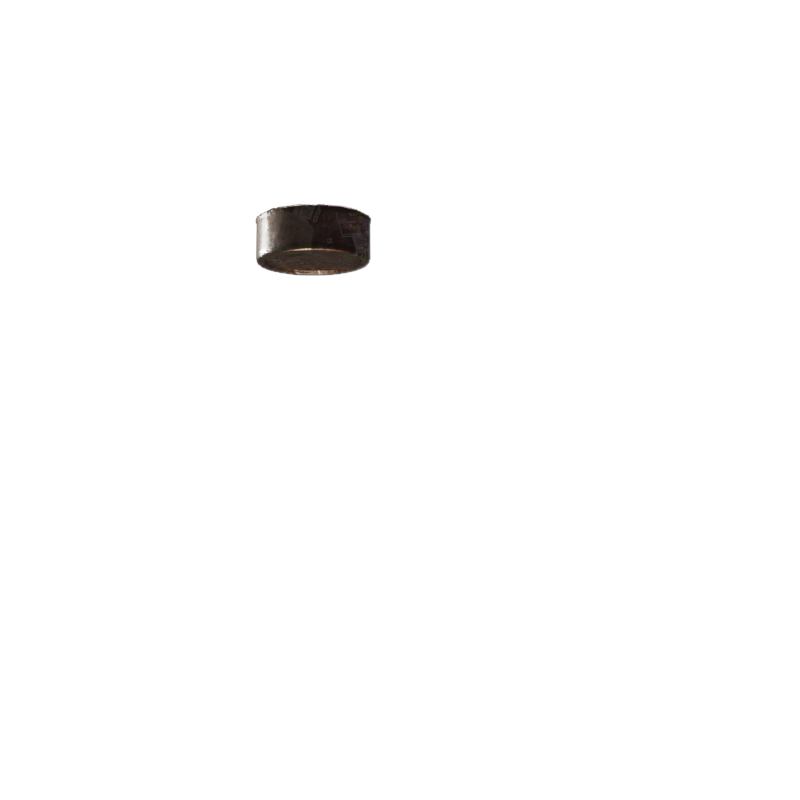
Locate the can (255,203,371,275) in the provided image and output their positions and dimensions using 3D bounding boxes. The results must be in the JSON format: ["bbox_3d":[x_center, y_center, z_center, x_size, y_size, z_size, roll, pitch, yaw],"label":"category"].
[{"bbox_3d":[-0.064,-0.117,0.819,0.086,0.034,0.084,0,-8,-2],"label":"can"}]
